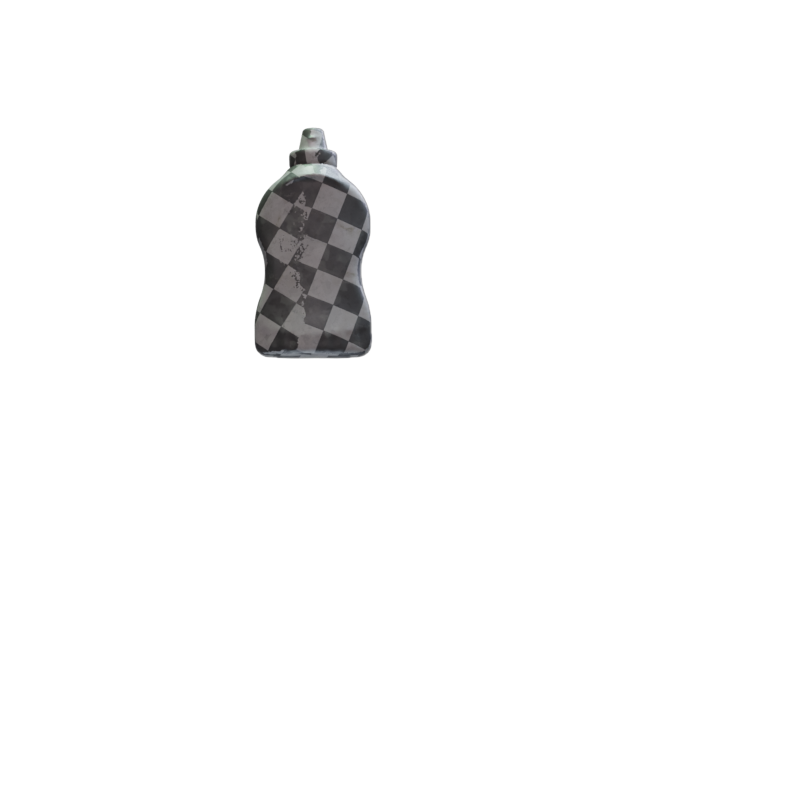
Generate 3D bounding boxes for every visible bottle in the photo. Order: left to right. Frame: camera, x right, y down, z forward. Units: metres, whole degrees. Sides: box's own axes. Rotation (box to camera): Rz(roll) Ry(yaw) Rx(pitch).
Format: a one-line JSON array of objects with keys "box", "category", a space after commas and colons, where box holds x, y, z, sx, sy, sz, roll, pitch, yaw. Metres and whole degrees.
[{"box": [-0.072, -0.132, 0.924, 0.096, 0.196, 0.057, -1, -9, 2], "category": "bottle"}]
